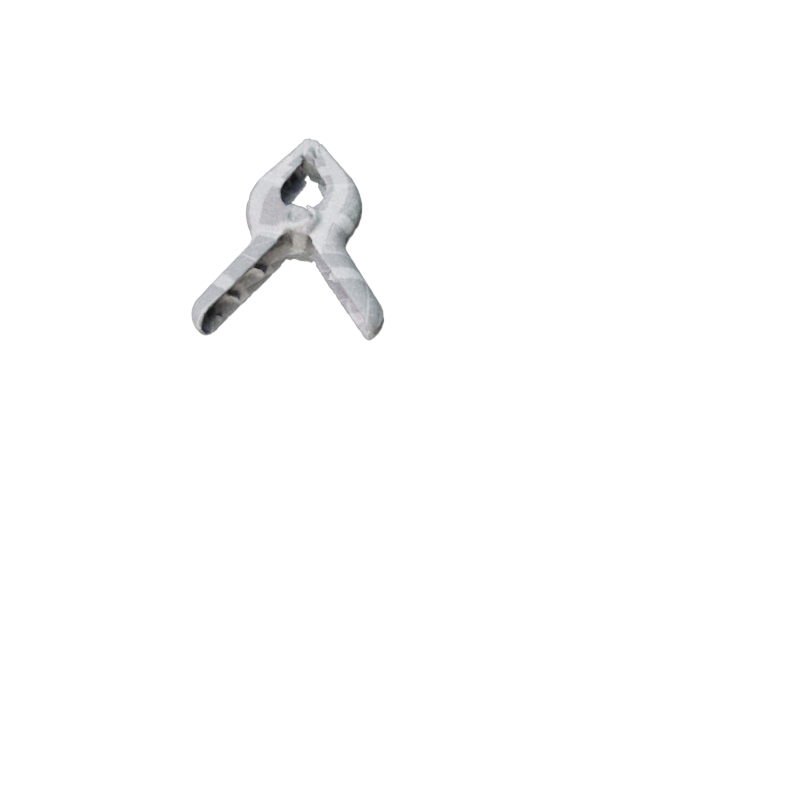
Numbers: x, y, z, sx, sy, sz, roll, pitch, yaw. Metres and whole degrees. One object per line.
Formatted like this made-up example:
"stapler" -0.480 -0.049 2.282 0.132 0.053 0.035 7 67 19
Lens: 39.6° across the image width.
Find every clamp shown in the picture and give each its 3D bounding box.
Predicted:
"clamp" -0.058 -0.105 0.735 0.122 0.181 0.037 11 -35 7
